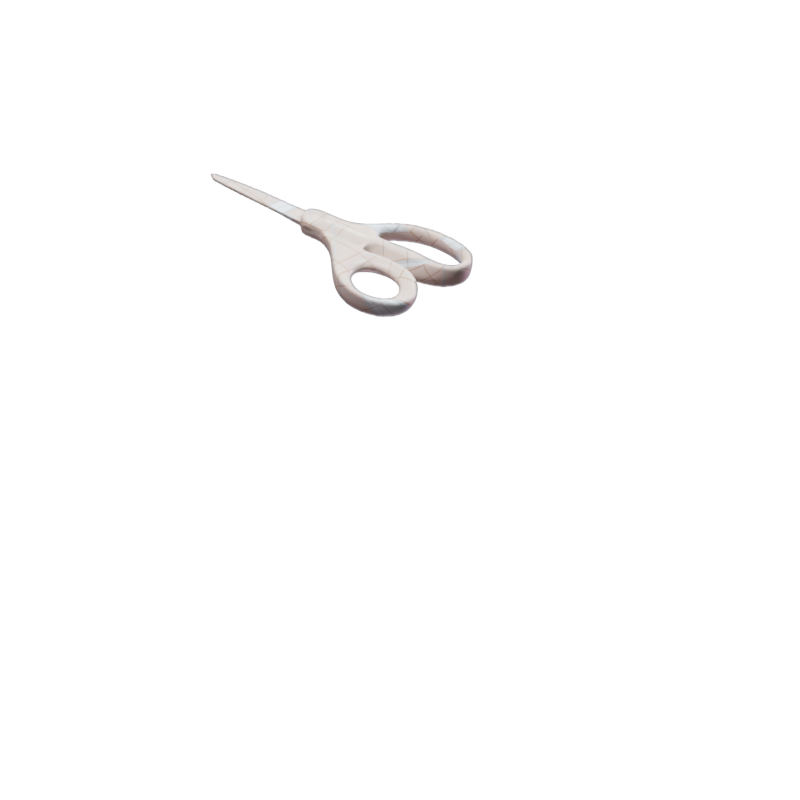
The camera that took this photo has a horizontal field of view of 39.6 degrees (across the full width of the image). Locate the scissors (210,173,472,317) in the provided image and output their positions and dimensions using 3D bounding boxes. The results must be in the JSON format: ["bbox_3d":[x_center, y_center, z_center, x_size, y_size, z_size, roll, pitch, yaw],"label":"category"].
[{"bbox_3d":[-0.055,-0.101,0.709,0.209,0.015,0.099,17,42,20],"label":"scissors"}]
